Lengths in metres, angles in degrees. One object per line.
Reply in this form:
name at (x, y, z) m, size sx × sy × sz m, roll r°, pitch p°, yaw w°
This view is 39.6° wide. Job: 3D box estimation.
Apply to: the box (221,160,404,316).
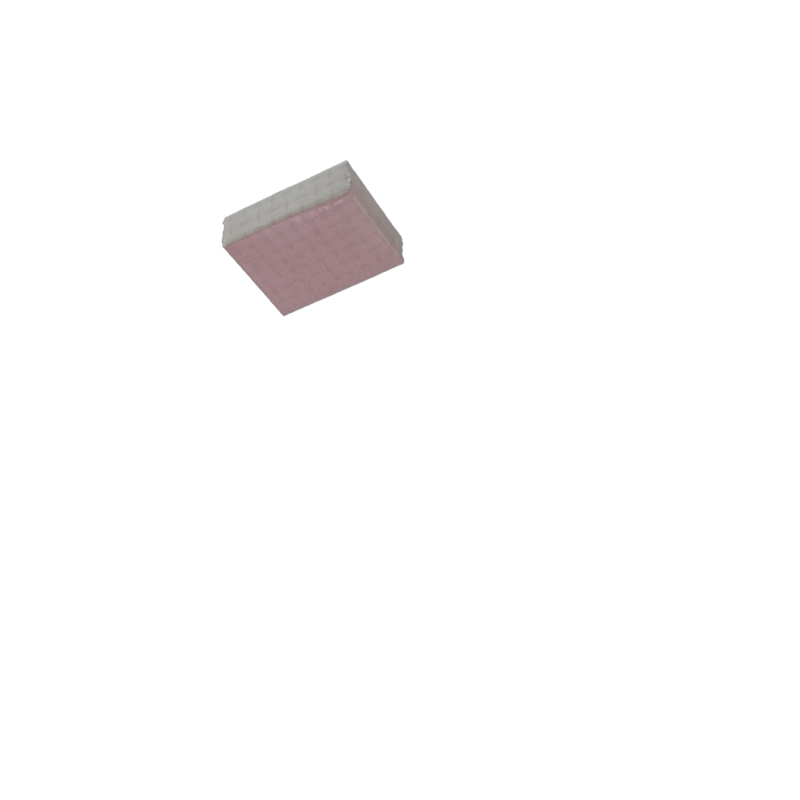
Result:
box at (-0.067, -0.121, 0.850) m, size 0.114 × 0.042 × 0.083 m, roll -20°, pitch -46°, yaw 20°
